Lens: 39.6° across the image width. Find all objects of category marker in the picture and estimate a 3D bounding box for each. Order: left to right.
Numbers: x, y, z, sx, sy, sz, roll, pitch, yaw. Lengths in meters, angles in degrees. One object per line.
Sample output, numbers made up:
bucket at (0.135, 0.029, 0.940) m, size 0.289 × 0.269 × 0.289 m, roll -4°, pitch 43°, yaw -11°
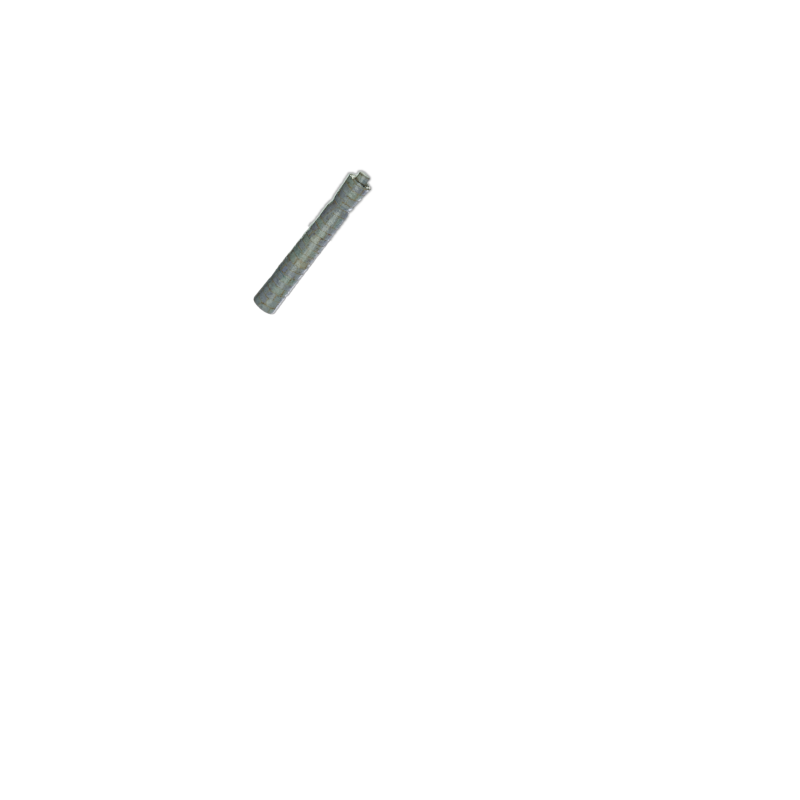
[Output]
marker at (-0.060, -0.110, 0.771) m, size 0.019 × 0.119 × 0.021 m, roll 35°, pitch 18°, yaw -17°
